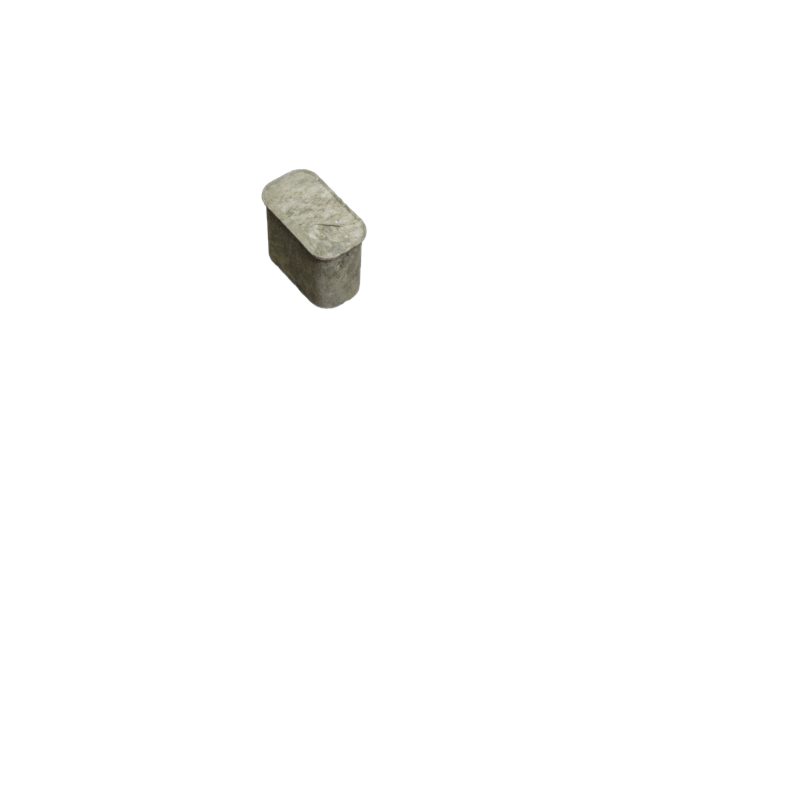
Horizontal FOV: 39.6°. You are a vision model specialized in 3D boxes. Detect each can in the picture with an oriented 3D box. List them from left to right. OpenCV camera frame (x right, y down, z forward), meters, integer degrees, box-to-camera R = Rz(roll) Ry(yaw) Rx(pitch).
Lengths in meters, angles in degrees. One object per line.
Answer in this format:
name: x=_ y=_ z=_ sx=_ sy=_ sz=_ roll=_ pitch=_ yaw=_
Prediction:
can: x=-0.078 y=-0.142 z=0.992 sx=0.057 sy=0.109 sz=0.078 roll=-31 pitch=-29 yaw=-22
